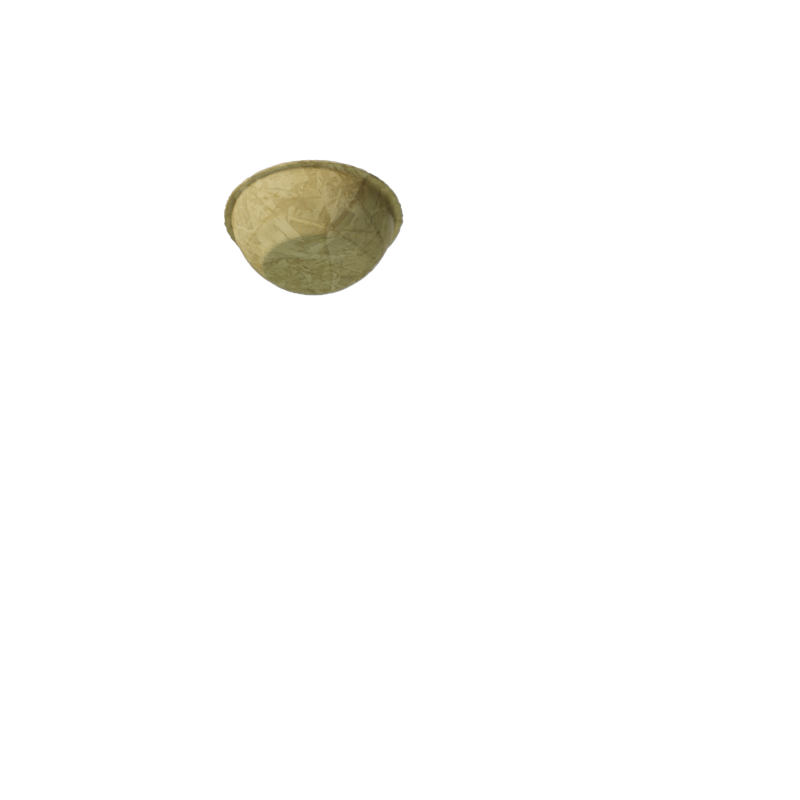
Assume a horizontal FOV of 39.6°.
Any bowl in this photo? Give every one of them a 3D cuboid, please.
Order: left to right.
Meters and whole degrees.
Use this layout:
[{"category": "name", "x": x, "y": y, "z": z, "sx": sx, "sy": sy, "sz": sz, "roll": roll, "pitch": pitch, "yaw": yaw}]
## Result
[{"category": "bowl", "x": -0.077, "y": -0.141, "z": 0.987, "sx": 0.162, "sy": 0.059, "sz": 0.152, "roll": 1, "pitch": -32, "yaw": -2}]
